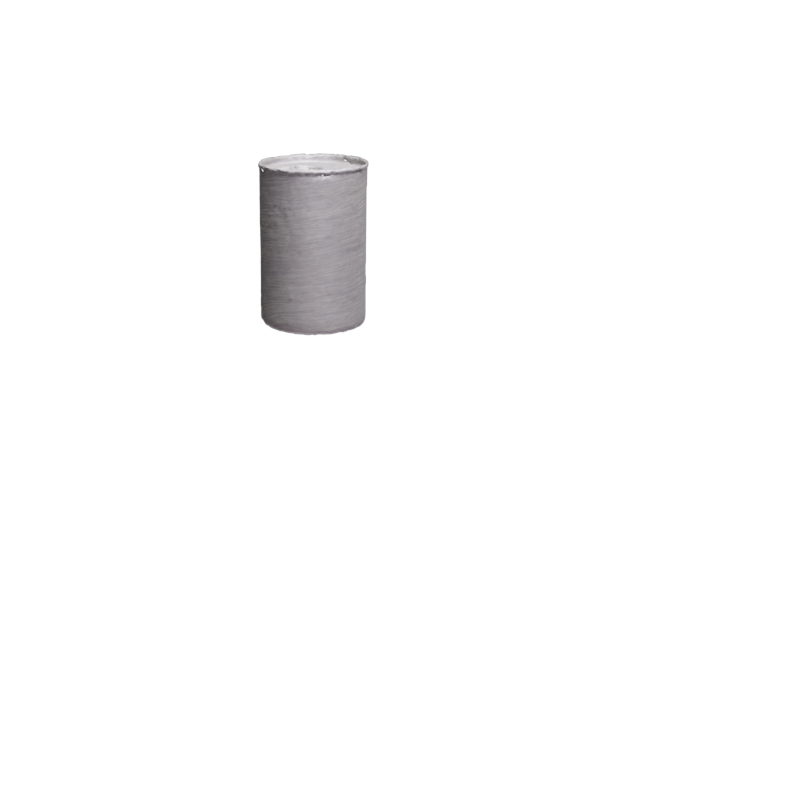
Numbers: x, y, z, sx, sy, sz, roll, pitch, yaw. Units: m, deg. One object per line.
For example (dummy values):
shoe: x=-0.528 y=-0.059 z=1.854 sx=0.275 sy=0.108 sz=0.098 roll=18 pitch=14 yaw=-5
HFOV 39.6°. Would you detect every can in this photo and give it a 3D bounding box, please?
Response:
can: x=-0.054 y=-0.099 z=0.693 sx=0.068 sy=0.099 sz=0.071 roll=0 pitch=16 yaw=-2
